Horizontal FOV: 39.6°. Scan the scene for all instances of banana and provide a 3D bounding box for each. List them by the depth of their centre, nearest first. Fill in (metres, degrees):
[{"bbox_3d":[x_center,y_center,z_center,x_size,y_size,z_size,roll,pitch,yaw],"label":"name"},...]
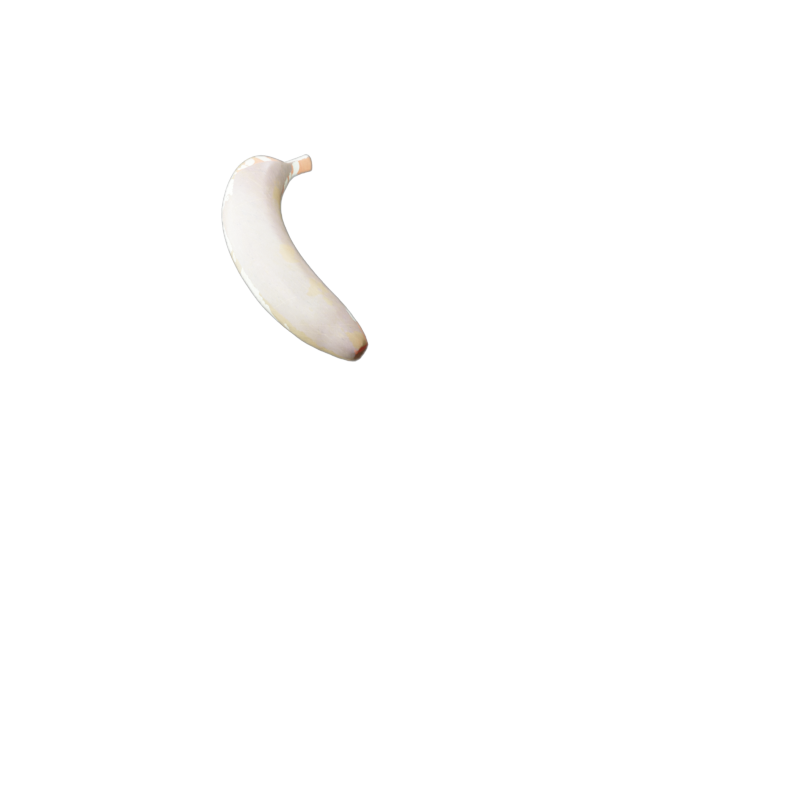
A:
[{"bbox_3d":[-0.072,-0.097,0.677,0.069,0.034,0.214,-8,45,-9],"label":"banana"}]
